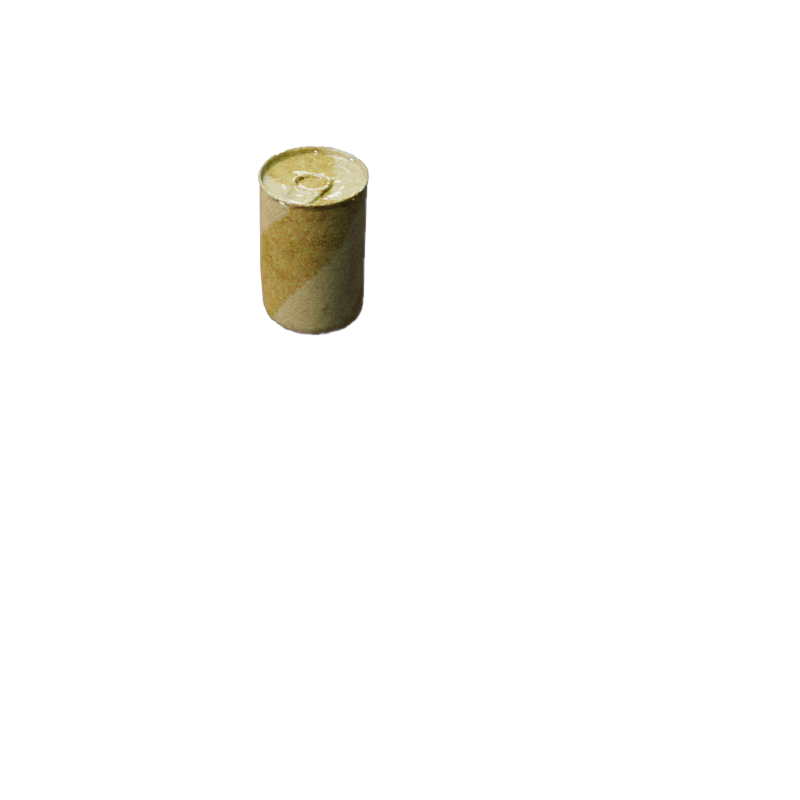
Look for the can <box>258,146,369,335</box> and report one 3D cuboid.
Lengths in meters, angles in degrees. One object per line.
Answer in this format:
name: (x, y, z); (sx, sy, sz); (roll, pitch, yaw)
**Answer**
can: (-0.055, -0.101, 0.706); (0.068, 0.095, 0.073); (0, 39, -3)
